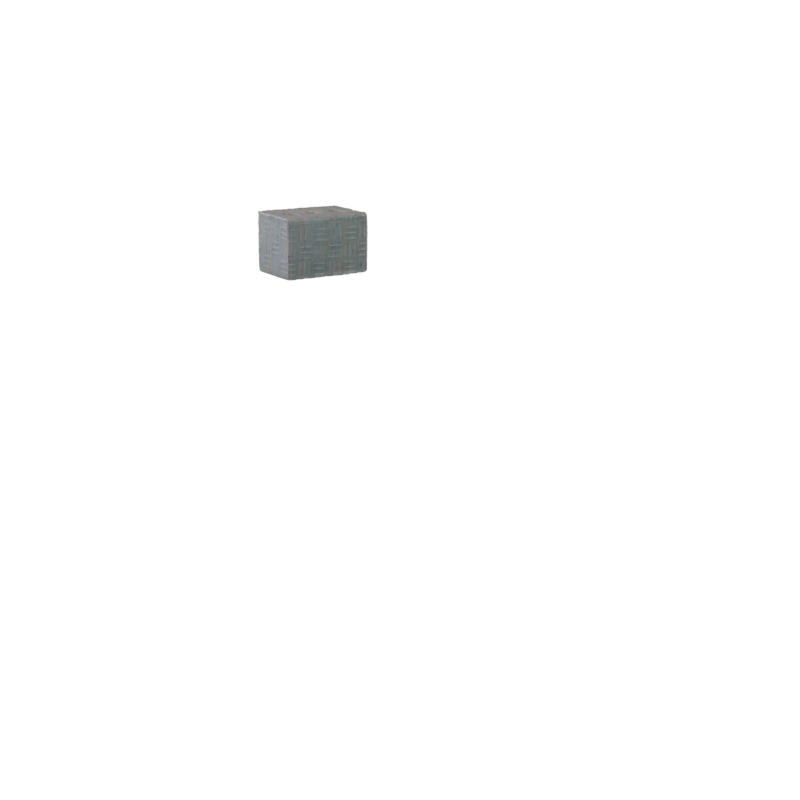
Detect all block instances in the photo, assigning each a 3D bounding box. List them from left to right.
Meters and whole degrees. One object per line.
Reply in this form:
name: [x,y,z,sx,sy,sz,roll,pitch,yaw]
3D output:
block: [-0.072,-0.131,0.921,0.076,0.050,0.056,-9,16,-32]
